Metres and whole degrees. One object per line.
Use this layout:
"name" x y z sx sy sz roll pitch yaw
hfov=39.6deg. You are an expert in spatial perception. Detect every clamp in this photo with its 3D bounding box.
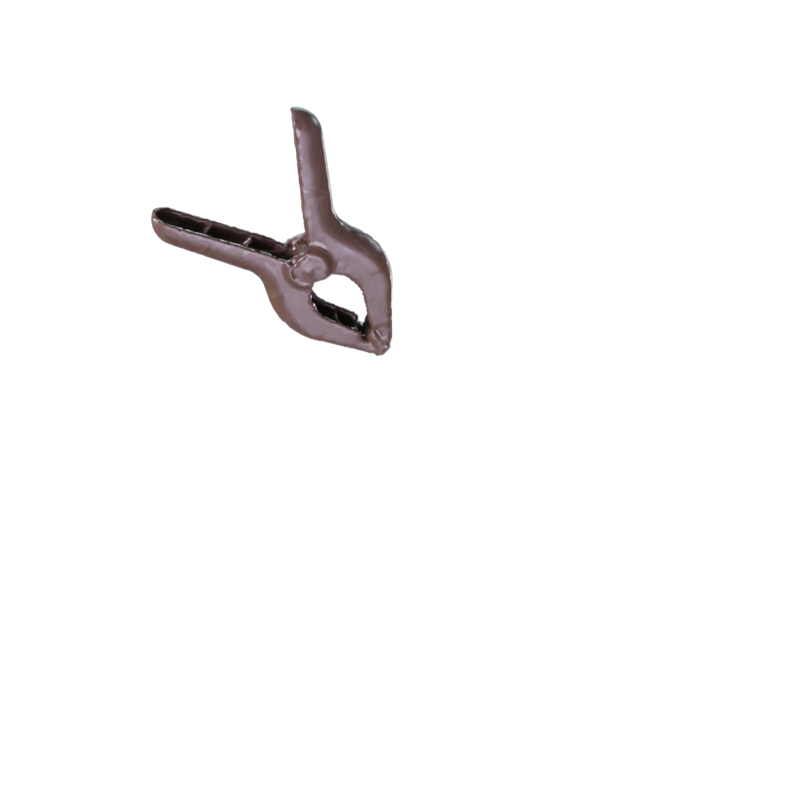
"clamp" -0.053 -0.097 0.682 0.162 0.042 0.119 38 -61 -26
